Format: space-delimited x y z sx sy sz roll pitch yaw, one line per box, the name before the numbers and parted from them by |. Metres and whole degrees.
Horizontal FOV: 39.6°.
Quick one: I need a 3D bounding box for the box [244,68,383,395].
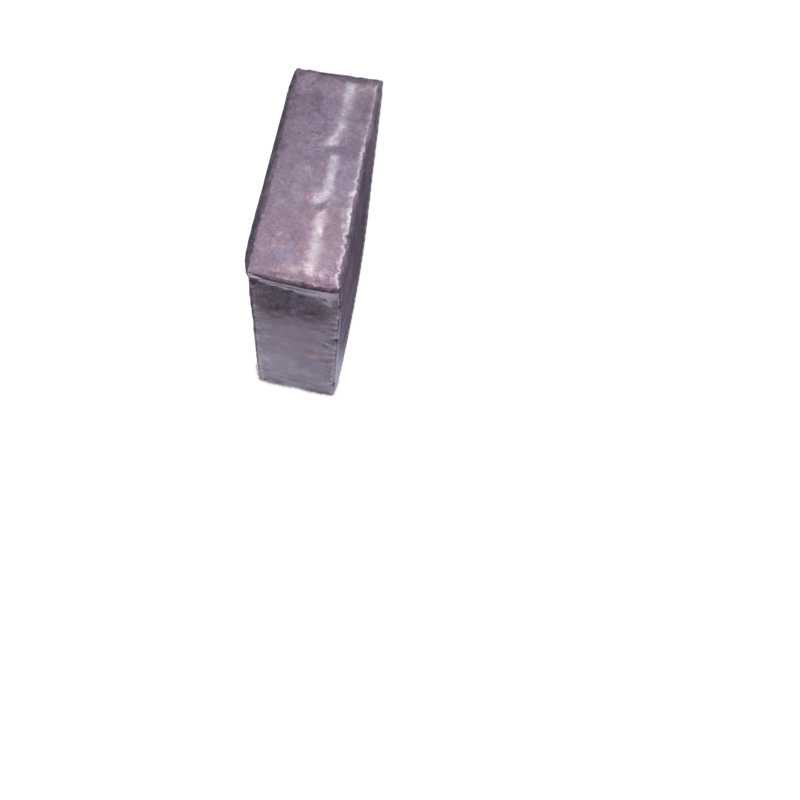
box | -0.065 -0.118 0.824 0.072 0.172 0.203 10 -22 0
